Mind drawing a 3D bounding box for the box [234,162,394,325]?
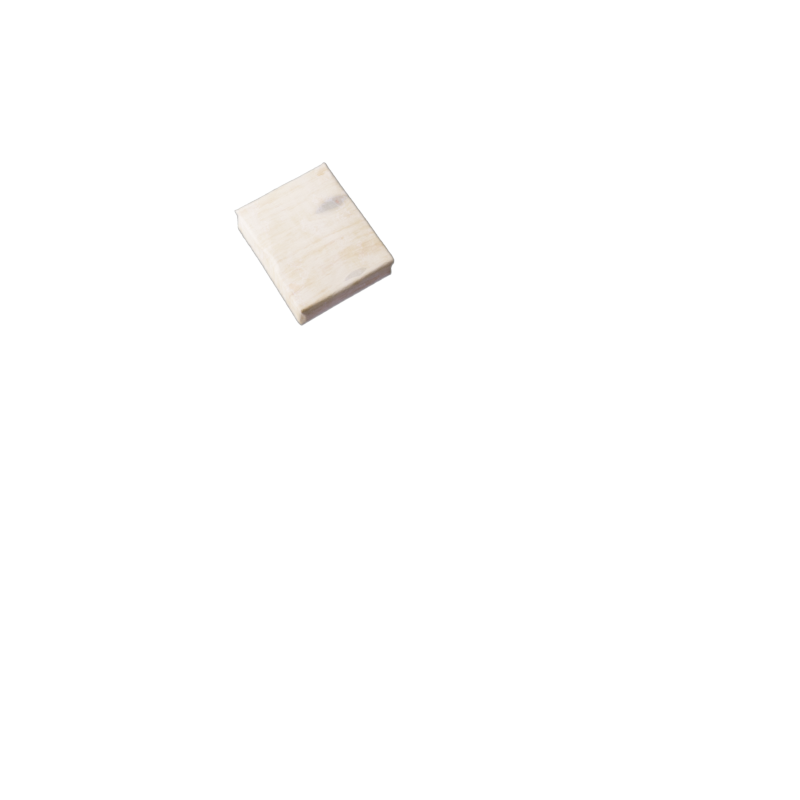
[{"bbox_3d":[-0.058,-0.107,0.746,0.073,0.094,0.029,-30,-20,-12],"label":"box"}]
